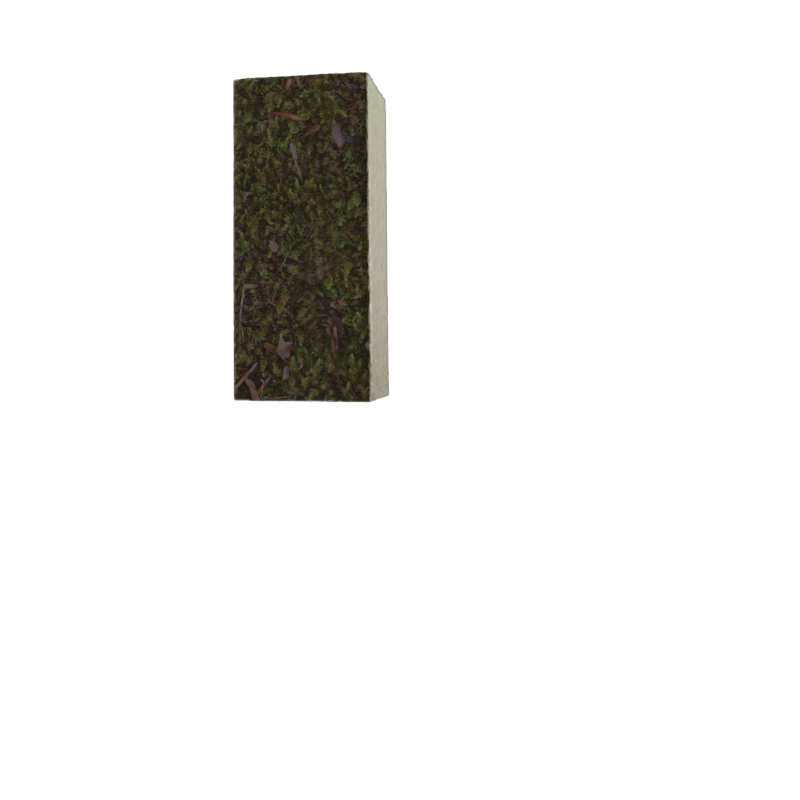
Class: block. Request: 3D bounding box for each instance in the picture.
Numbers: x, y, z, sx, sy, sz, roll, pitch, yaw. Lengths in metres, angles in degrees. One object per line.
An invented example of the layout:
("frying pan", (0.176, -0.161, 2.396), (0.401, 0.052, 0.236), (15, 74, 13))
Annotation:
("block", (-0.058, -0.105, 0.737), (0.092, 0.208, 0.088), (-1, -4, 9))
